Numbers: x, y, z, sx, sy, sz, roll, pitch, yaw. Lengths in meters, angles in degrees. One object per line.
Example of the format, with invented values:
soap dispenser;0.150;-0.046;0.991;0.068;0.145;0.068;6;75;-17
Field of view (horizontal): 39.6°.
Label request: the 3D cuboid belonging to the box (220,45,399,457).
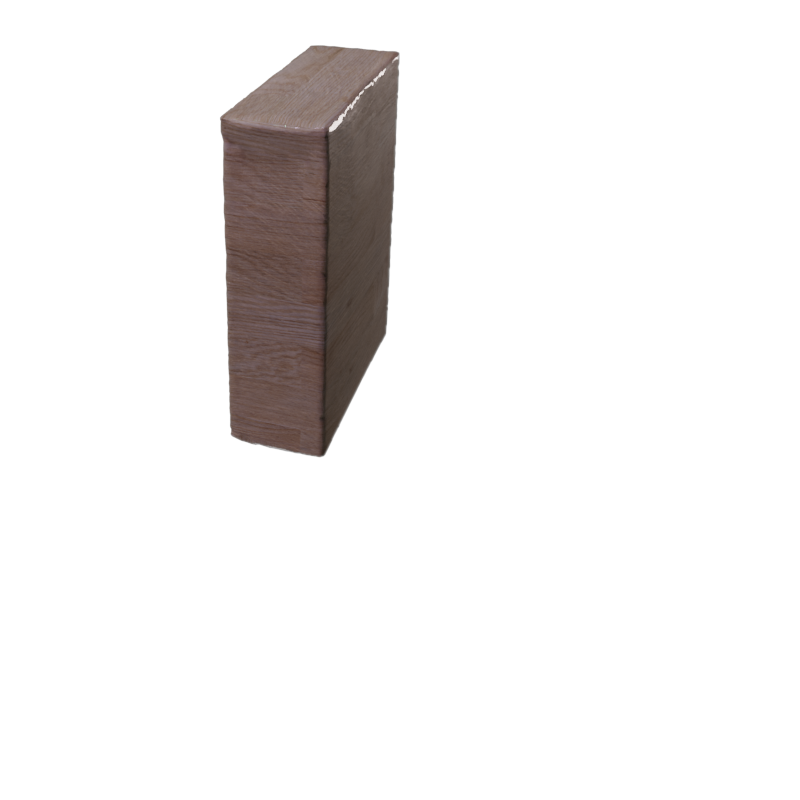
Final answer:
box;-0.055;-0.101;0.705;0.073;0.202;0.170;8;29;11
